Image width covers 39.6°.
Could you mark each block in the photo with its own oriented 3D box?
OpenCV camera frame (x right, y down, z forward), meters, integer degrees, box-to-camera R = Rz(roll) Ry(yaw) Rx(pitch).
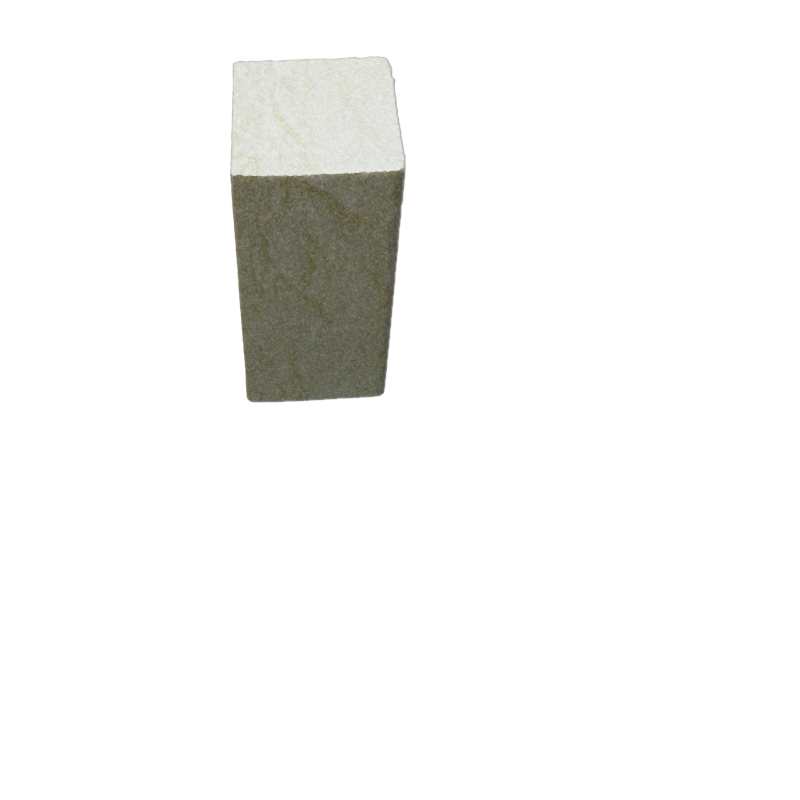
[{"bbox_3d":[-0.051,-0.094,0.658,0.090,0.097,0.192,-2,-37,-5],"label":"block"}]
